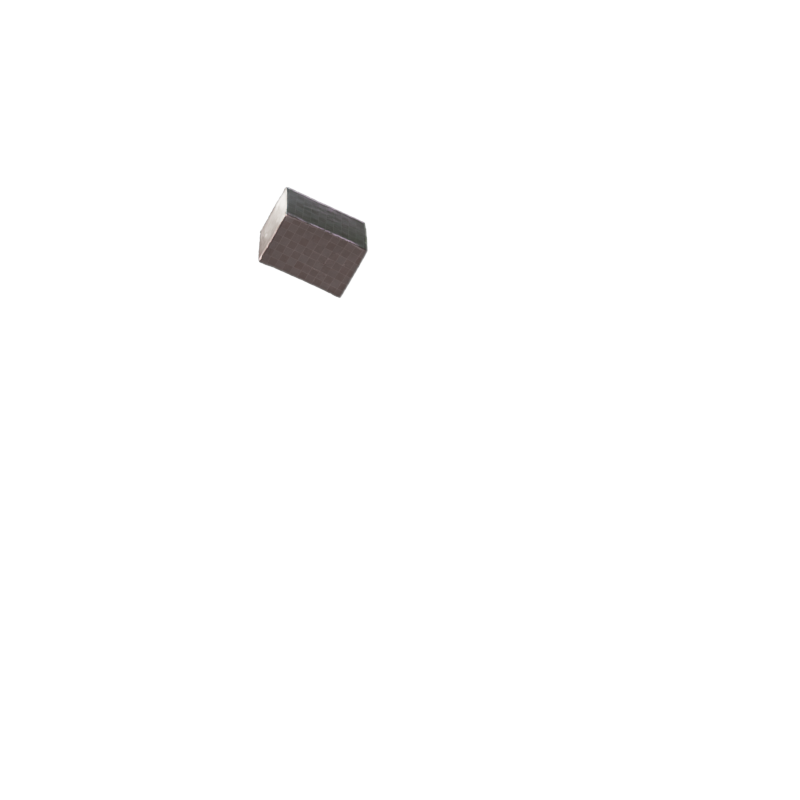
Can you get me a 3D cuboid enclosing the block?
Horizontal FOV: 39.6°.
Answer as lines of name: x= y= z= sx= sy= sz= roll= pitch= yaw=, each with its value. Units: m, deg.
block: x=-0.072 y=-0.132 z=0.926 sx=0.076 sy=0.051 sz=0.054 roll=24 pitch=28 yaw=-15
